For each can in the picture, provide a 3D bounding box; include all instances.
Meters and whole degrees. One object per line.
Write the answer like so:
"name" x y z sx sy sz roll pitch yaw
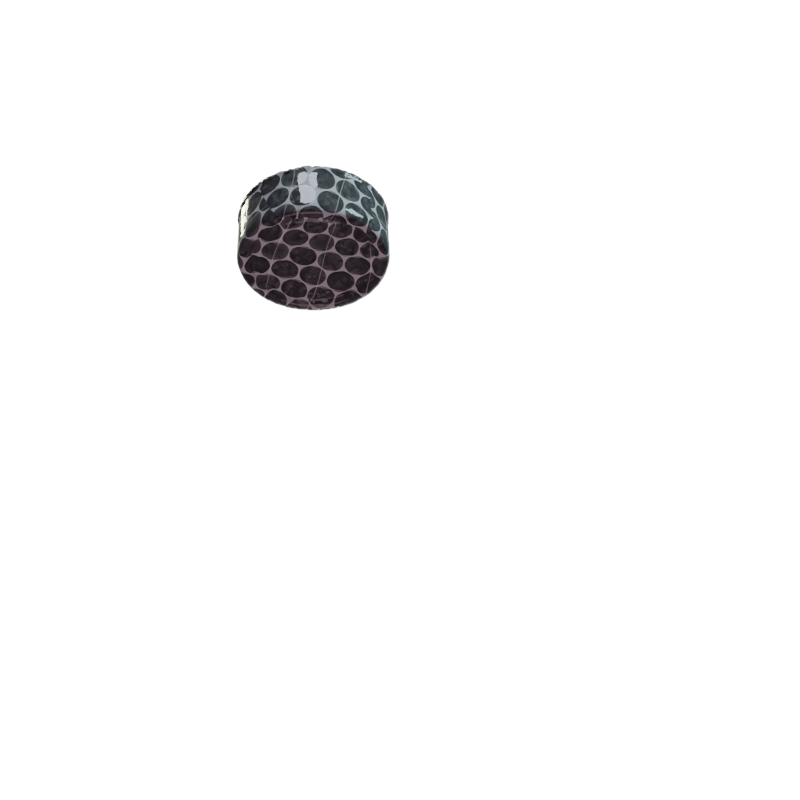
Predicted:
"can" -0.049 -0.089 0.621 0.086 0.036 0.080 1 -39 -2
